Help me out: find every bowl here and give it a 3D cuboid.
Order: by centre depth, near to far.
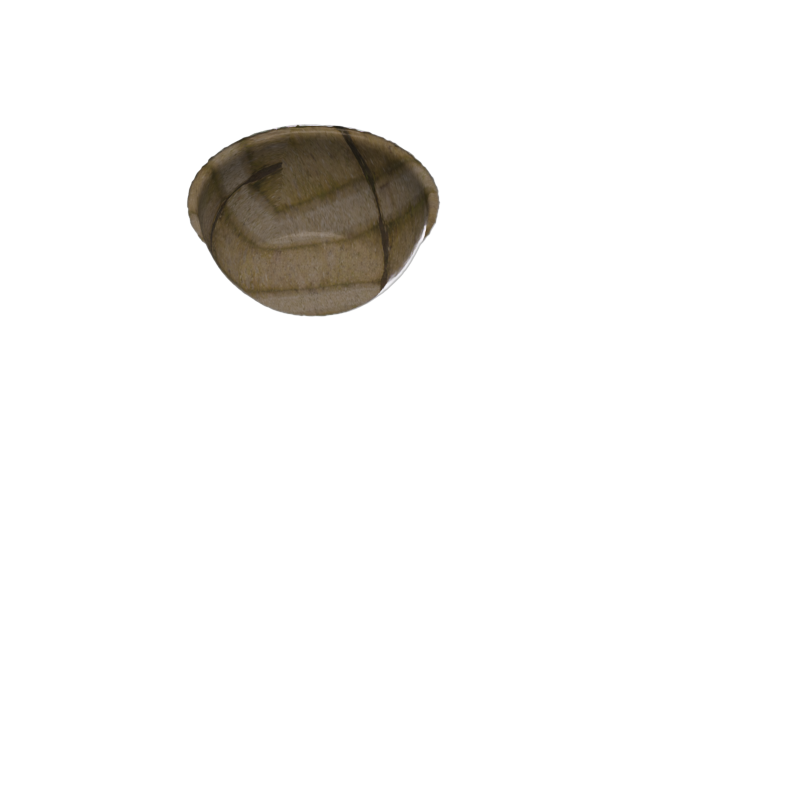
[{"bbox_3d":[-0.054,-0.099,0.696,0.162,0.059,0.152,1,-31,-2],"label":"bowl"}]
